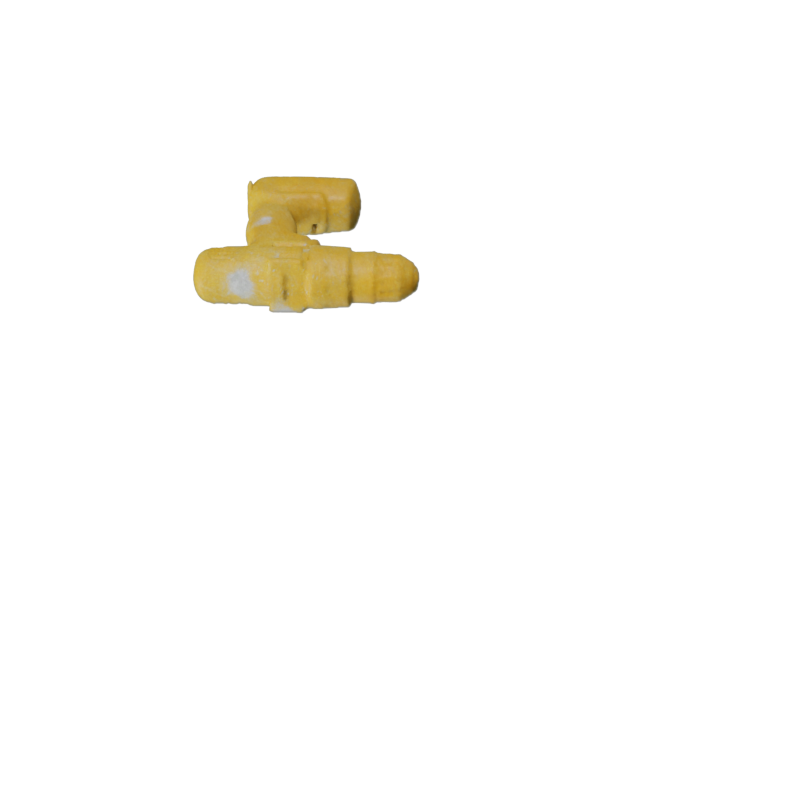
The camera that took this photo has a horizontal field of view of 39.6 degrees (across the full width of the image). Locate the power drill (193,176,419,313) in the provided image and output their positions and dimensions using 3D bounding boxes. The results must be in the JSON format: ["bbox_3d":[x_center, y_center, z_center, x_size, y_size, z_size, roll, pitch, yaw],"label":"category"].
[{"bbox_3d":[-0.076,-0.138,0.967,0.185,0.054,0.197,2,29,3],"label":"power drill"}]
